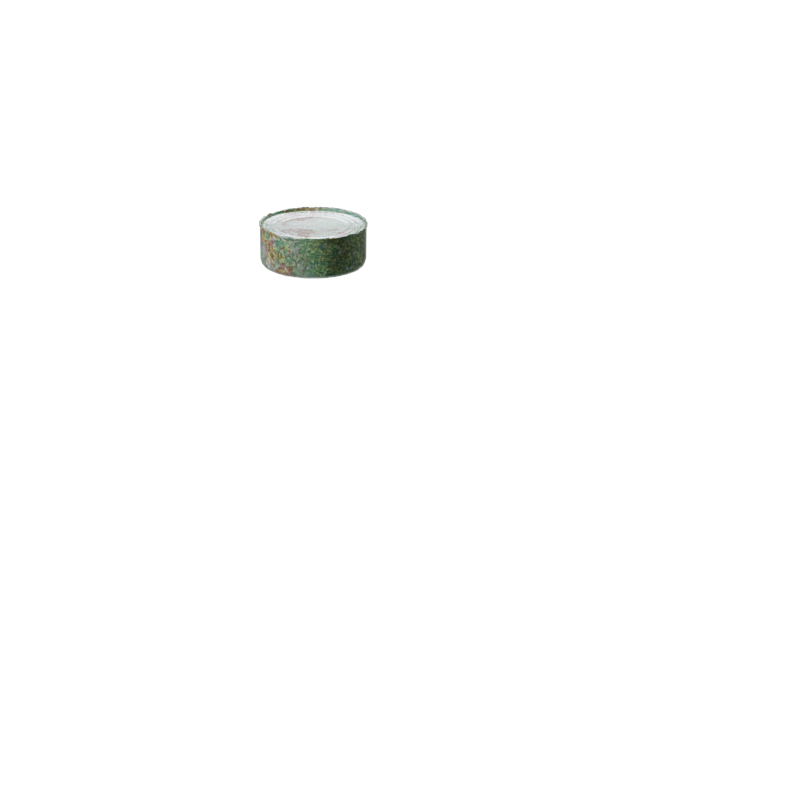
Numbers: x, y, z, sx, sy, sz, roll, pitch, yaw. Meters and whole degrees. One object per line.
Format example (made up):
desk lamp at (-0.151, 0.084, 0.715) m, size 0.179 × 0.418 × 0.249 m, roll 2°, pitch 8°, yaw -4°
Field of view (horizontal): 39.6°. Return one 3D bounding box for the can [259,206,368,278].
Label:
can at (-0.069, -0.126, 0.879) m, size 0.086 × 0.032 × 0.090 m, roll -1°, pitch 24°, yaw -2°
